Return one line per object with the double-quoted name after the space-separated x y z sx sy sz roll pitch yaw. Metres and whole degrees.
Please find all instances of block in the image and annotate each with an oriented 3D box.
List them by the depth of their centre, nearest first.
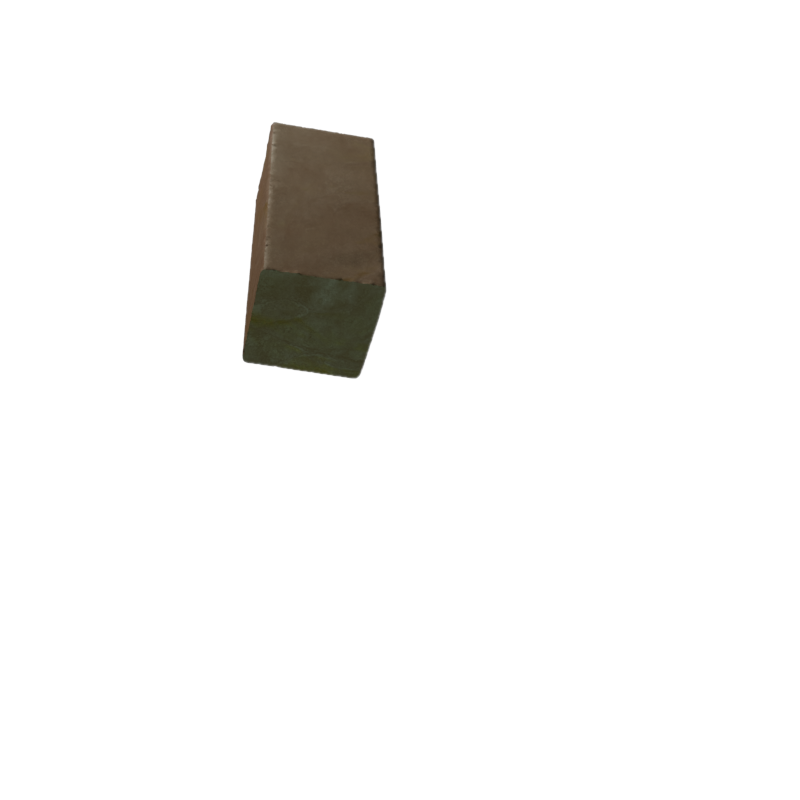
-0.068 -0.124 0.870 0.089 0.085 0.221 8 39 -10 "block"
